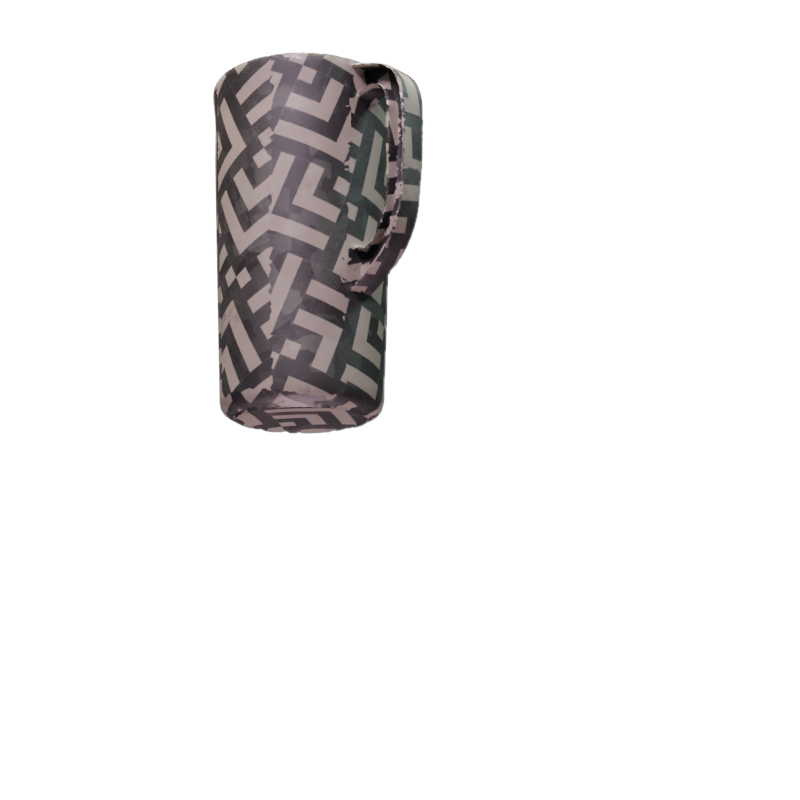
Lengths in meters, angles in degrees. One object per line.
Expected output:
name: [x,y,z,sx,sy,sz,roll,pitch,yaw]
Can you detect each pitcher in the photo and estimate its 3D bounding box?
pitcher: [-0.059,-0.108,0.757,0.145,0.254,0.143,-1,-18,-1]
